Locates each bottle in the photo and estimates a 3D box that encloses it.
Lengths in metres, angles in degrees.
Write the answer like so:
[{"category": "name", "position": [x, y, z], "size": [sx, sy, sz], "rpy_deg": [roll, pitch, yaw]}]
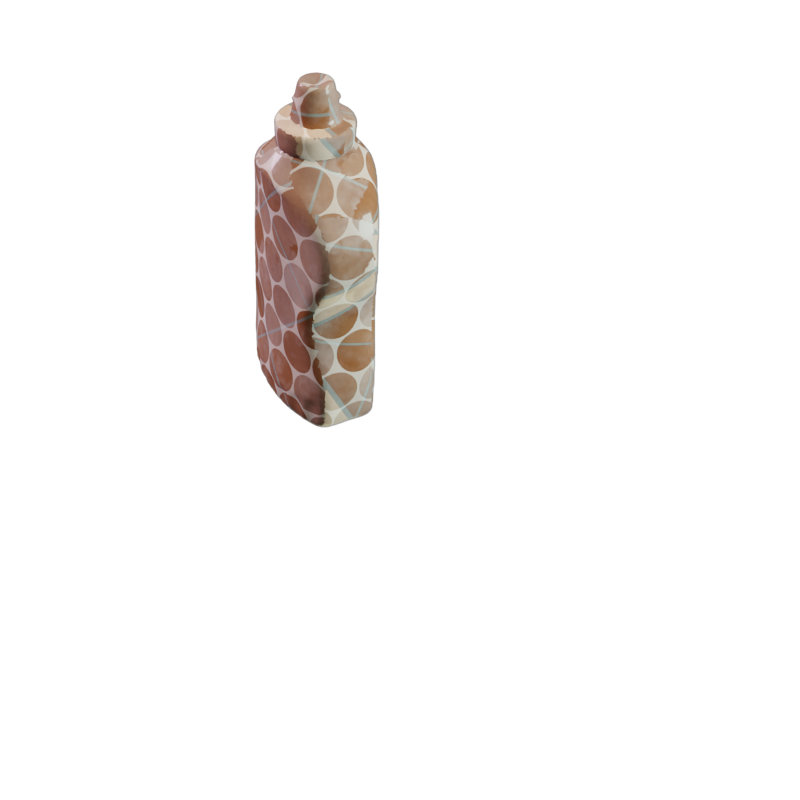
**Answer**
[{"category": "bottle", "position": [-0.046, -0.084, 0.588], "size": [0.058, 0.179, 0.104], "rpy_deg": [-14, 42, -20]}]
